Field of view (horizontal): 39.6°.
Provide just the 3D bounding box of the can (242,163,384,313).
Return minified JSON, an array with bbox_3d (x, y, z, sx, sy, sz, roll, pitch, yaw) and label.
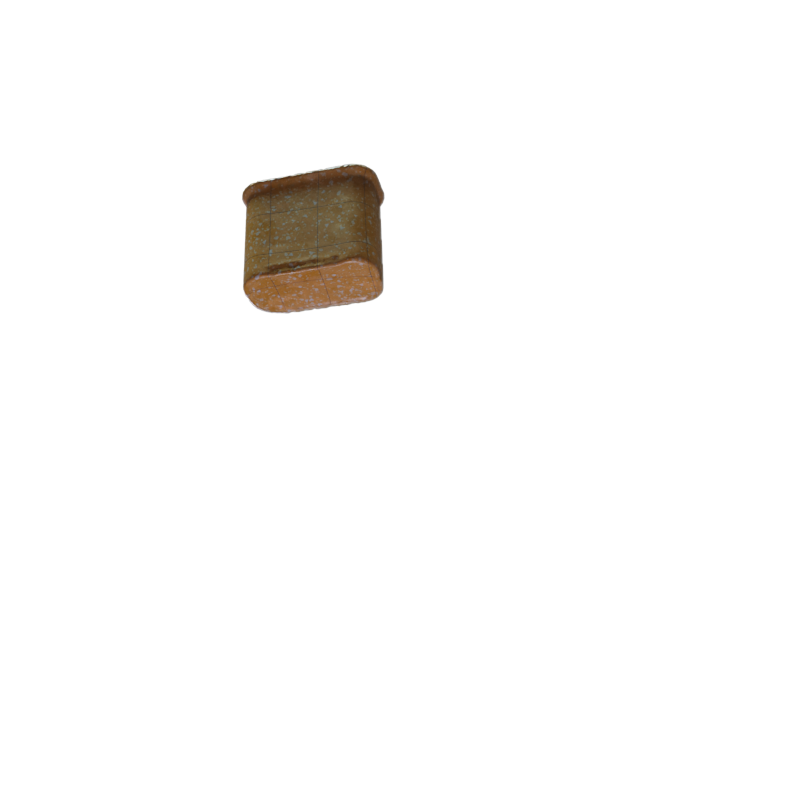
[{"bbox_3d":[-0.062,-0.113,0.791,0.103,0.089,0.053,-9,-33,12],"label":"can"}]
